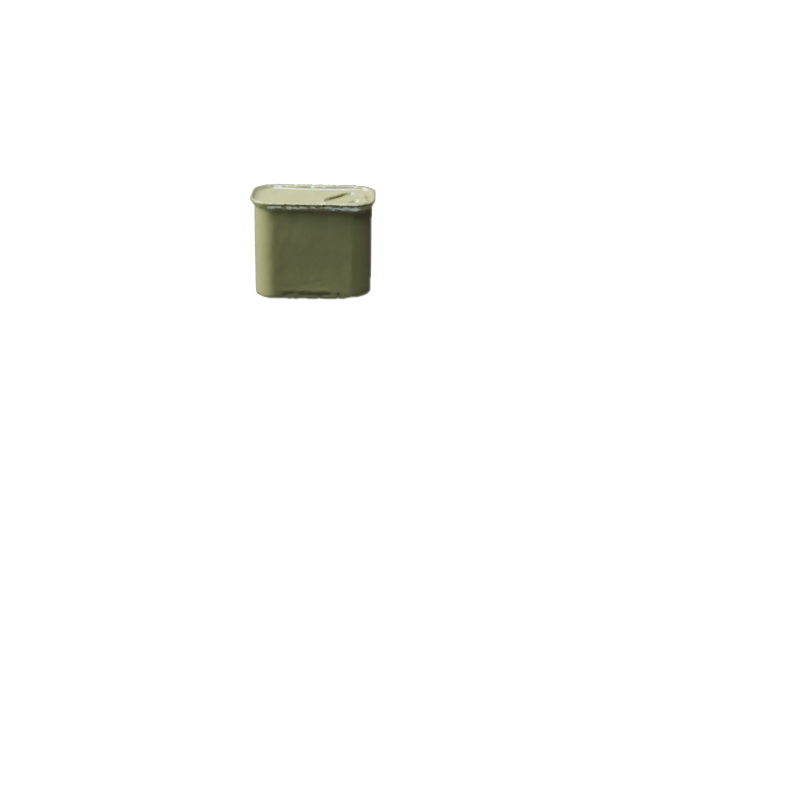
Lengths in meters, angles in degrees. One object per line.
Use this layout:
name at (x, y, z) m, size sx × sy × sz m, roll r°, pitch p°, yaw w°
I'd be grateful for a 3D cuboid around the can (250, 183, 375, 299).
can at (-0.072, -0.131, 0.919) m, size 0.102 × 0.080 × 0.060 m, roll 1°, pitch 21°, yaw 1°
